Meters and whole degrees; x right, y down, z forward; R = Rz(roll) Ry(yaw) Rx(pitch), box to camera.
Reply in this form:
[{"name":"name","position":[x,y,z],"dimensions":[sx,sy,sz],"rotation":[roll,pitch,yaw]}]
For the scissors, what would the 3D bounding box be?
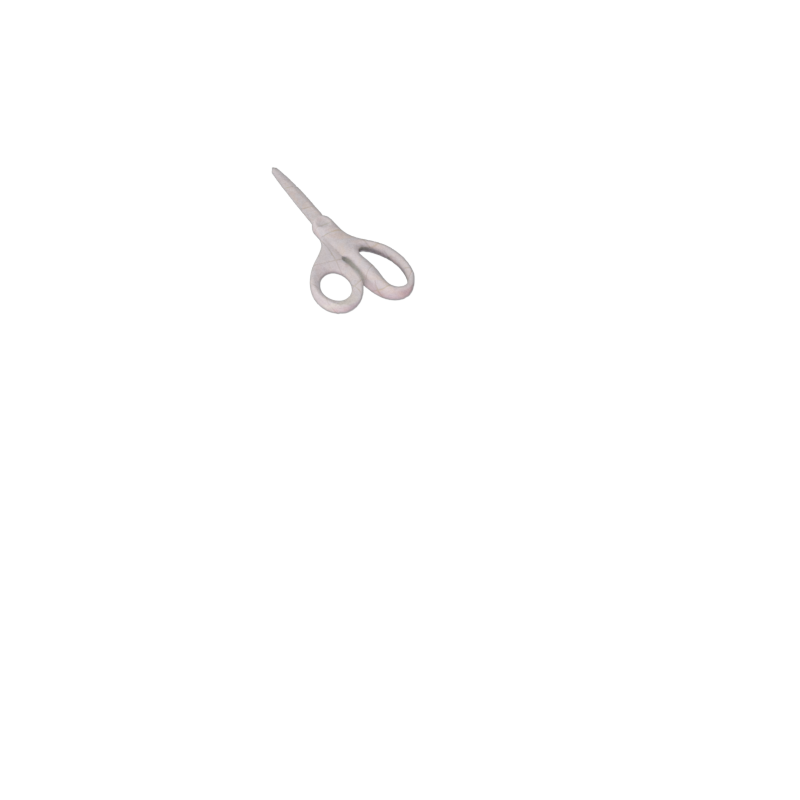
[{"name":"scissors","position":[-0.076,-0.139,0.973],"dimensions":[0.097,0.015,0.215],"rotation":[-36,56,-29]}]
